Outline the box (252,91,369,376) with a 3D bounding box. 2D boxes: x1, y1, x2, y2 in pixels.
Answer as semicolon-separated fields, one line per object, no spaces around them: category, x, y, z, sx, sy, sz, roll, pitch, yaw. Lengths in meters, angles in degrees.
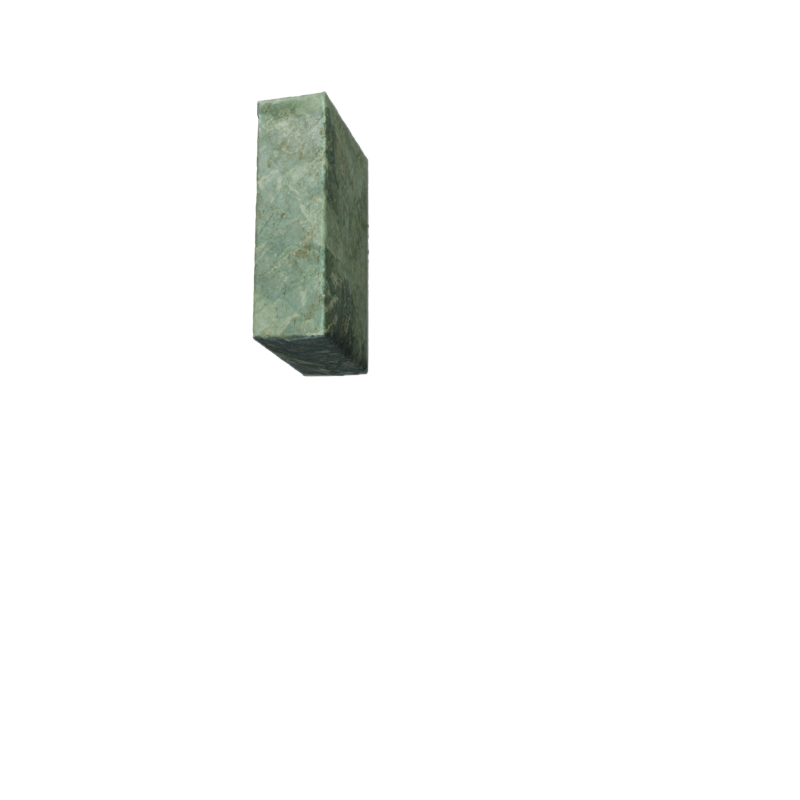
box;-0.077;-0.140;0.980;0.073;0.222;0.156;-4;-15;11
